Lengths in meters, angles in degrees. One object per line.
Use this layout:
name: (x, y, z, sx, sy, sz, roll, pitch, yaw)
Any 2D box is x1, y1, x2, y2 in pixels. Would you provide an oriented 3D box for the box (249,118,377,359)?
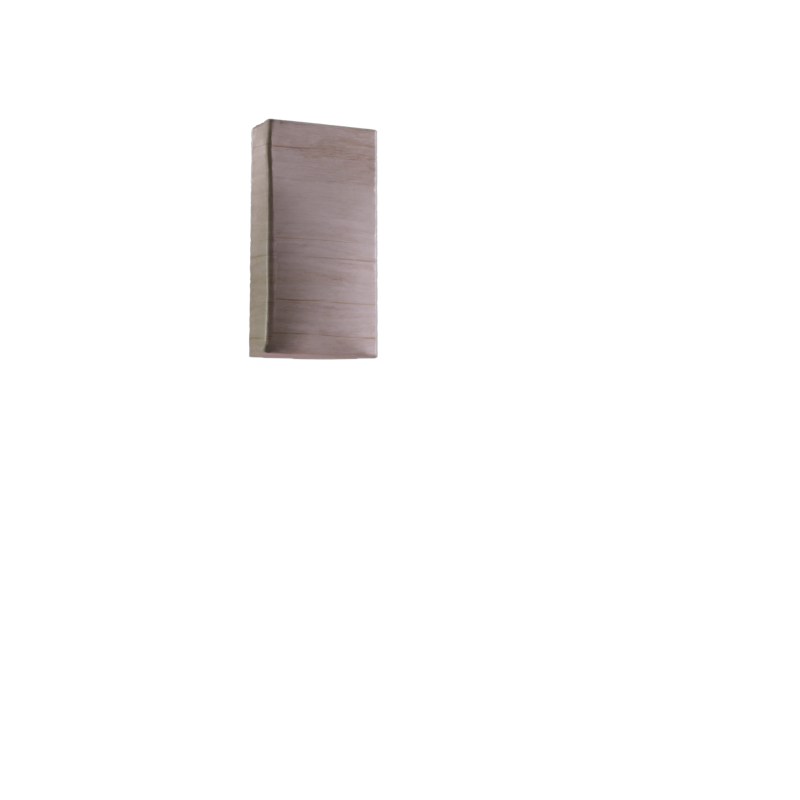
box: (-0.066, -0.120, 0.841, 0.090, 0.180, 0.049, 3, -9, -25)
